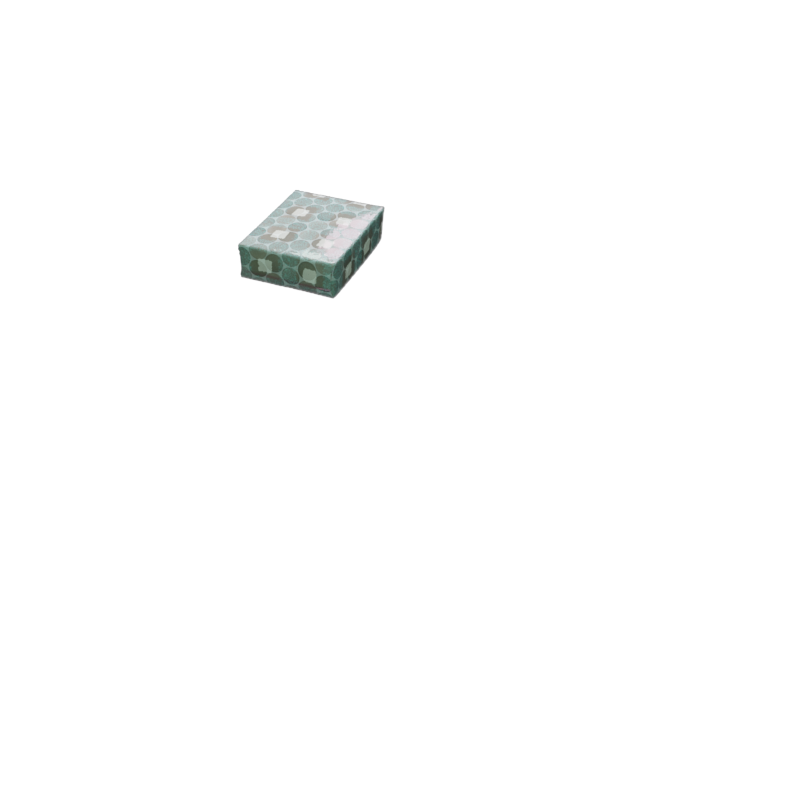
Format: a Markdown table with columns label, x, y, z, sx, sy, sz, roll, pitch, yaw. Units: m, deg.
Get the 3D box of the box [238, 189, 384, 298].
| label | x | y | z | sx | sy | sz | roll | pitch | yaw |
| --- | --- | --- | --- | --- | --- | --- | --- | --- | --- |
| box | -0.075 | -0.138 | 0.963 | 0.093 | 0.036 | 0.117 | 13 | 36 | 19 |
